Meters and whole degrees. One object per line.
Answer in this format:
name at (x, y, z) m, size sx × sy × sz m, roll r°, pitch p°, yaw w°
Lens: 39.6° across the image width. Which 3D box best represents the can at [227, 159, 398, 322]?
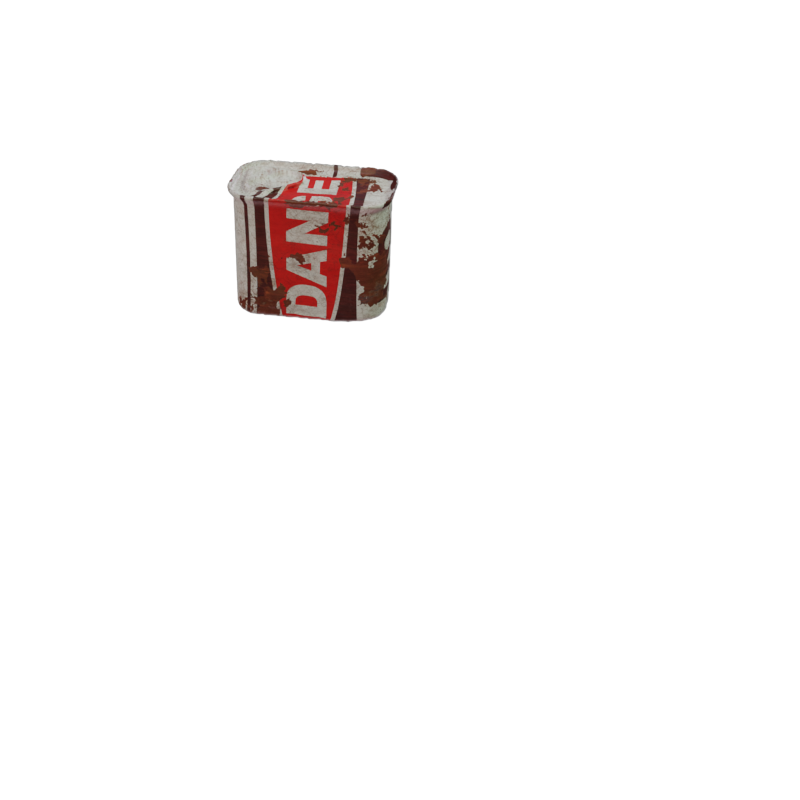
can at (-0.055, -0.099, 0.695) m, size 0.103 × 0.079 × 0.060 m, roll 6°, pitch 31°, yaw 8°
